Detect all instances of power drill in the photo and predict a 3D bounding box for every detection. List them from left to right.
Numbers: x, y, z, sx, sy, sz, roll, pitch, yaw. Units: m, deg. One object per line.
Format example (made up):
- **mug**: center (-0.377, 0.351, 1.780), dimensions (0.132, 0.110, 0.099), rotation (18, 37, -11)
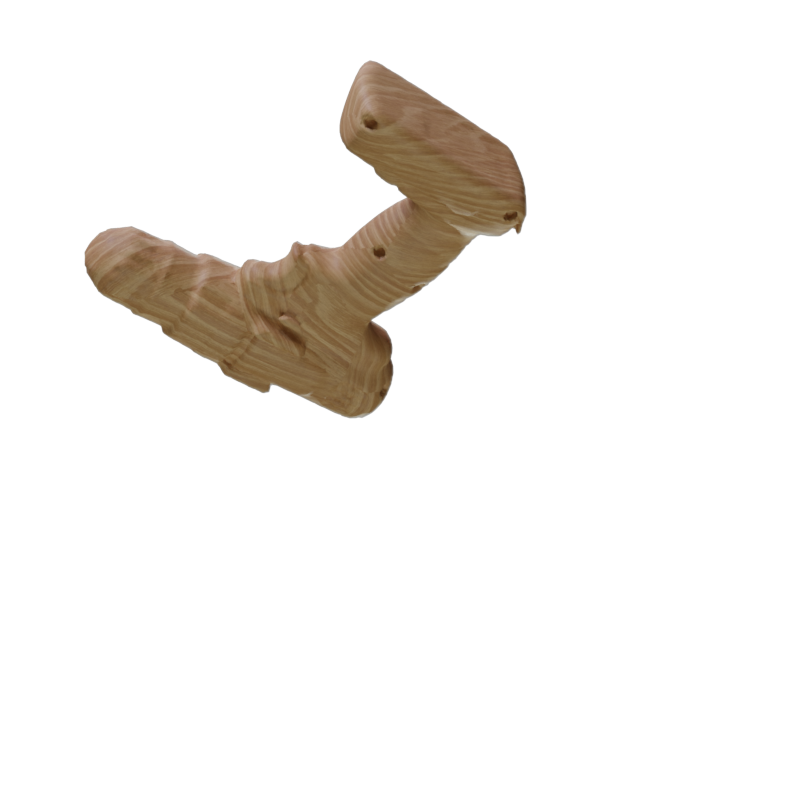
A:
- **power drill**: center (-0.044, -0.081, 0.564), dimensions (0.176, 0.062, 0.184), rotation (27, -51, -25)
